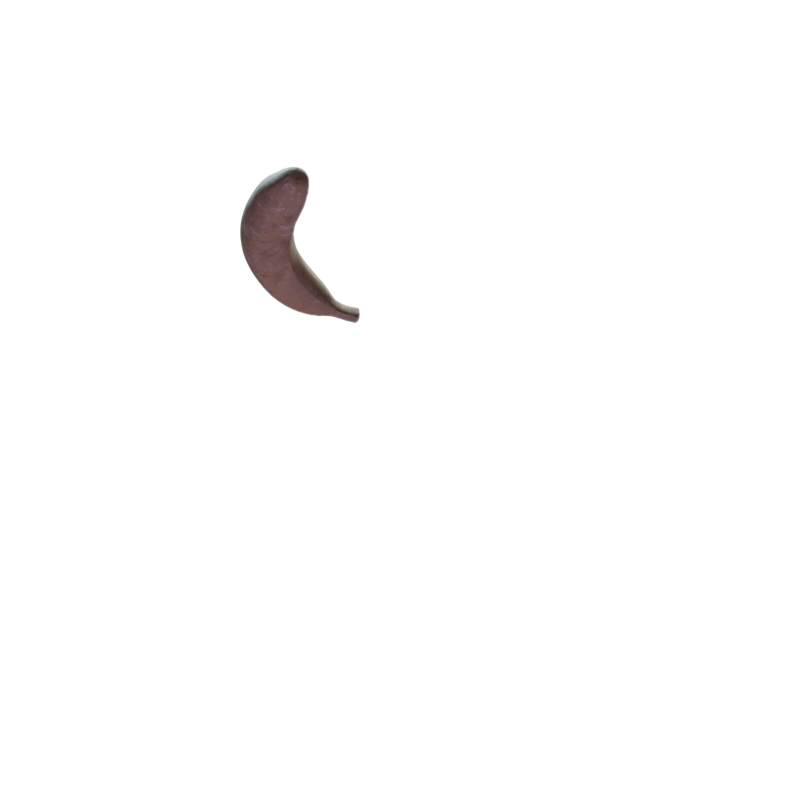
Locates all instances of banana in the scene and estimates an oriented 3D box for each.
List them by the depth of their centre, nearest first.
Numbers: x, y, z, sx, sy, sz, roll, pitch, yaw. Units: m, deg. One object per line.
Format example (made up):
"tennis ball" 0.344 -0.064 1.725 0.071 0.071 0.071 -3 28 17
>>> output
"banana" -0.079 -0.109 0.788 0.070 0.039 0.185 -5 -24 9
